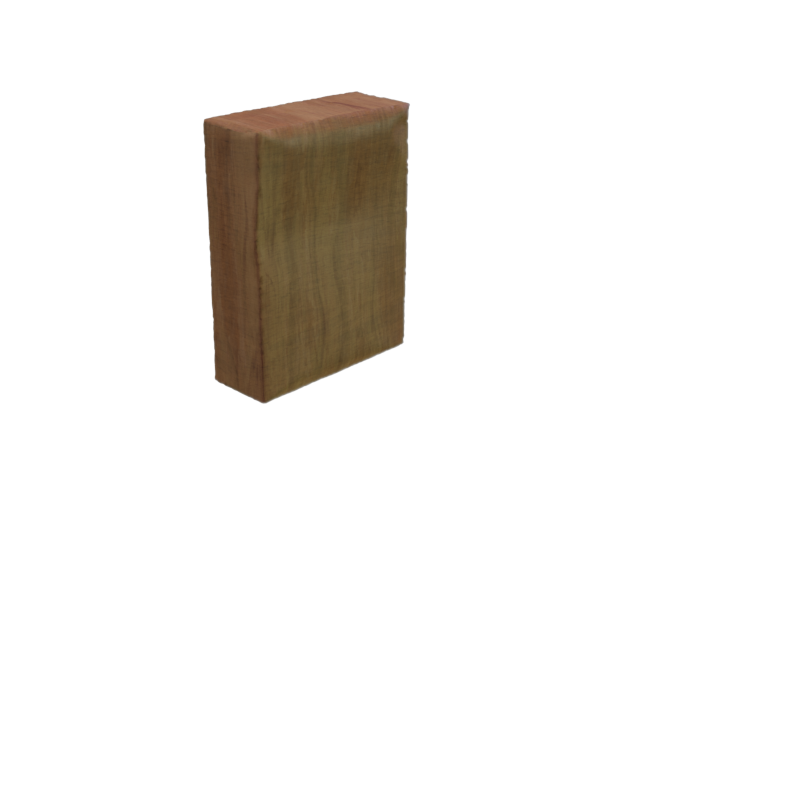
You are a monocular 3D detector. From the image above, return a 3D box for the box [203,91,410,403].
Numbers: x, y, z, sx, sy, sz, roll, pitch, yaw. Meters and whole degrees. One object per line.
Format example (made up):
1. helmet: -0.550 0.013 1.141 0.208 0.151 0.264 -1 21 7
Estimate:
1. box: -0.069 -0.126 0.880 0.076 0.204 0.162 19 28 40
